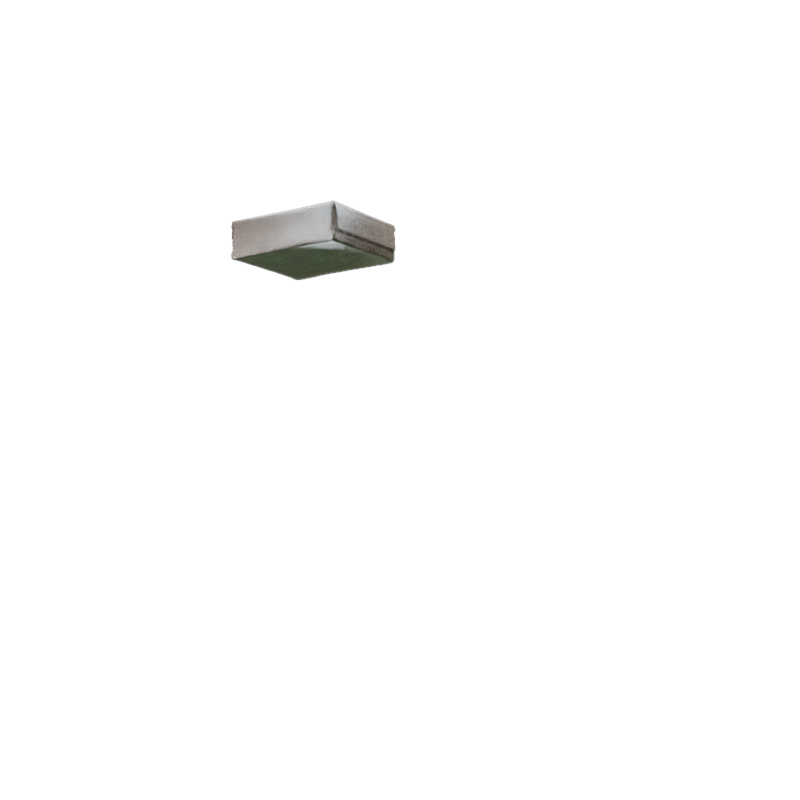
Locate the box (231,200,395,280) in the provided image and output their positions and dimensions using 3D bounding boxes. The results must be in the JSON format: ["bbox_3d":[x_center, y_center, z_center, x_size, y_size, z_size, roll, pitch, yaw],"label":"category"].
[{"bbox_3d":[-0.074,-0.135,0.947,0.116,0.040,0.085,-7,-13,35],"label":"box"}]
